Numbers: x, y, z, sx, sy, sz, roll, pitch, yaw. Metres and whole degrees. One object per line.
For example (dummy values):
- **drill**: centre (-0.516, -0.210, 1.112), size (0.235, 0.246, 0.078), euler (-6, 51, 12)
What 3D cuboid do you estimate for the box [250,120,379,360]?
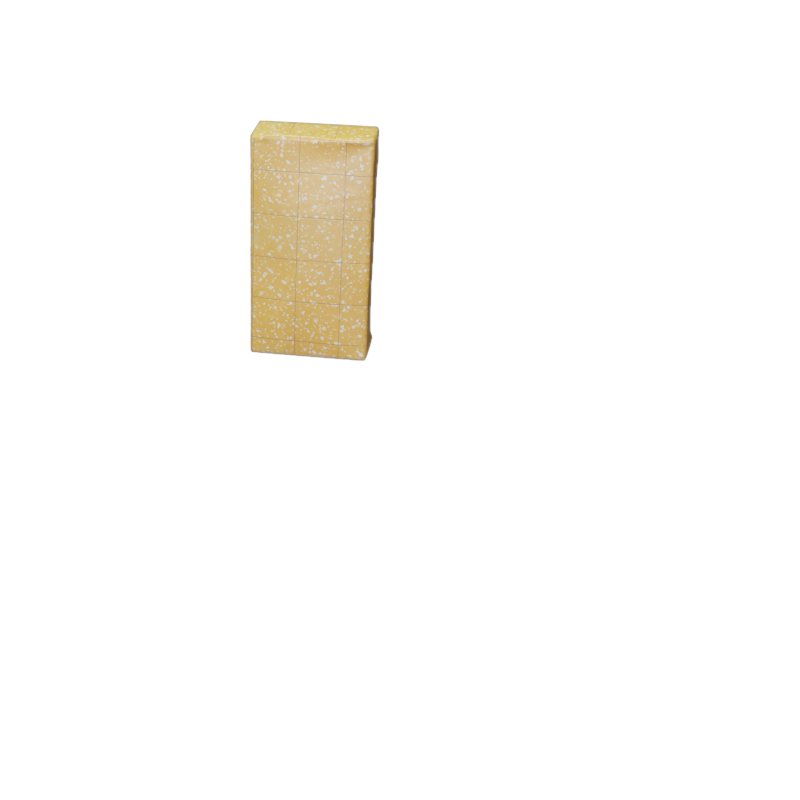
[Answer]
- **box**: centre (-0.066, -0.119, 0.837), size (0.094, 0.167, 0.050), euler (4, 25, 6)
